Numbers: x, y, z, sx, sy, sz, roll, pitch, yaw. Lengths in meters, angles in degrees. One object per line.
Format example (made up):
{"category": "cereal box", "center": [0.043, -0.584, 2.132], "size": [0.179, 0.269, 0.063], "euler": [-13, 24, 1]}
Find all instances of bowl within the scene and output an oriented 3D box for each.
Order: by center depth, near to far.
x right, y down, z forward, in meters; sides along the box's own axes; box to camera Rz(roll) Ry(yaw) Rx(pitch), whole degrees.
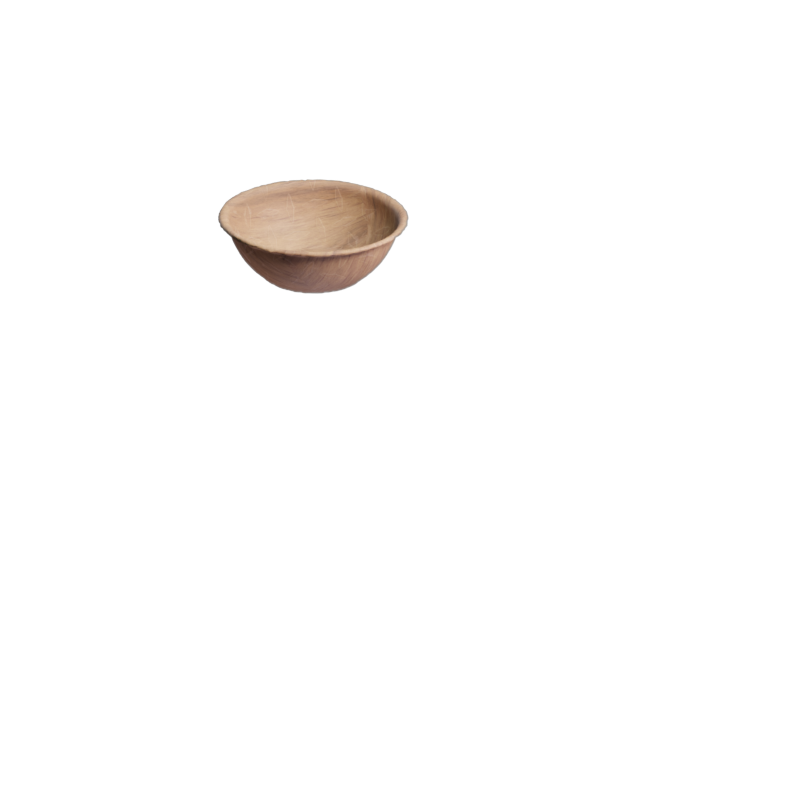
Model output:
{"category": "bowl", "center": [-0.075, -0.136, 0.955], "size": [0.162, 0.052, 0.172], "euler": [-1, 31, -2]}
